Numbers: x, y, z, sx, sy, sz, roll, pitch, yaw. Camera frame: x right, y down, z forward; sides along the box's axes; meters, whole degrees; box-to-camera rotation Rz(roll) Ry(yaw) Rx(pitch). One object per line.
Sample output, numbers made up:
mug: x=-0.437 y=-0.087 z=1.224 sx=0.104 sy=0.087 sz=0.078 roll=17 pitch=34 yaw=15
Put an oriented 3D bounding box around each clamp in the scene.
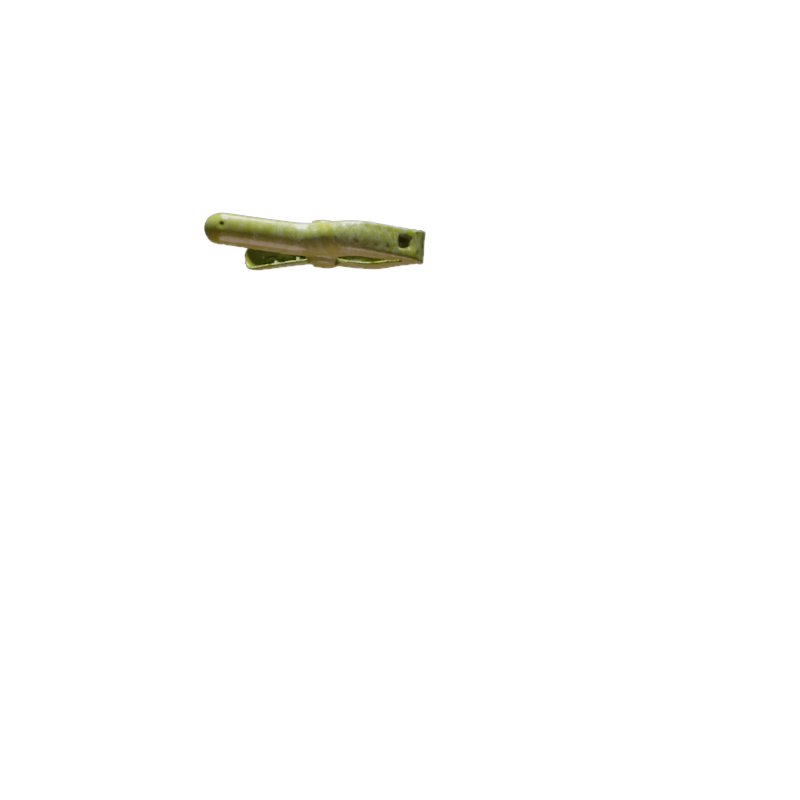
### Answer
clamp: x=-0.069 y=-0.127 z=0.887 sx=0.176 sy=0.040 sz=0.116 roll=0 pitch=-1 yaw=21
